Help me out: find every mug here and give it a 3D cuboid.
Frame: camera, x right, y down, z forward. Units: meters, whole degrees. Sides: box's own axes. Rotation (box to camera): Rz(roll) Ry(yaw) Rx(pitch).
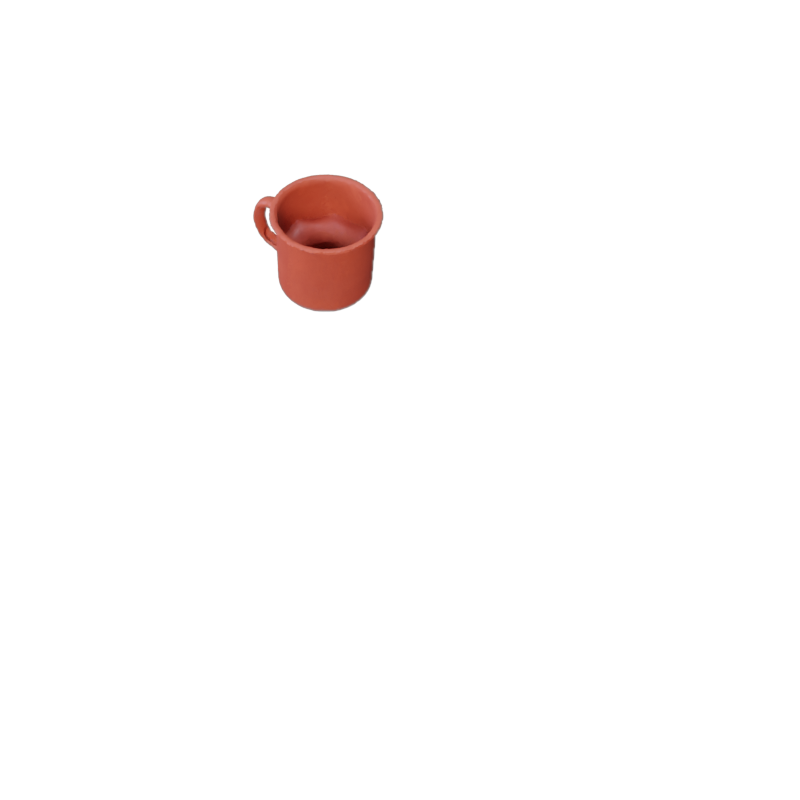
[{"bbox_3d":[-0.073,-0.133,0.931,0.122,0.096,0.076,23,-37,17],"label":"mug"}]
